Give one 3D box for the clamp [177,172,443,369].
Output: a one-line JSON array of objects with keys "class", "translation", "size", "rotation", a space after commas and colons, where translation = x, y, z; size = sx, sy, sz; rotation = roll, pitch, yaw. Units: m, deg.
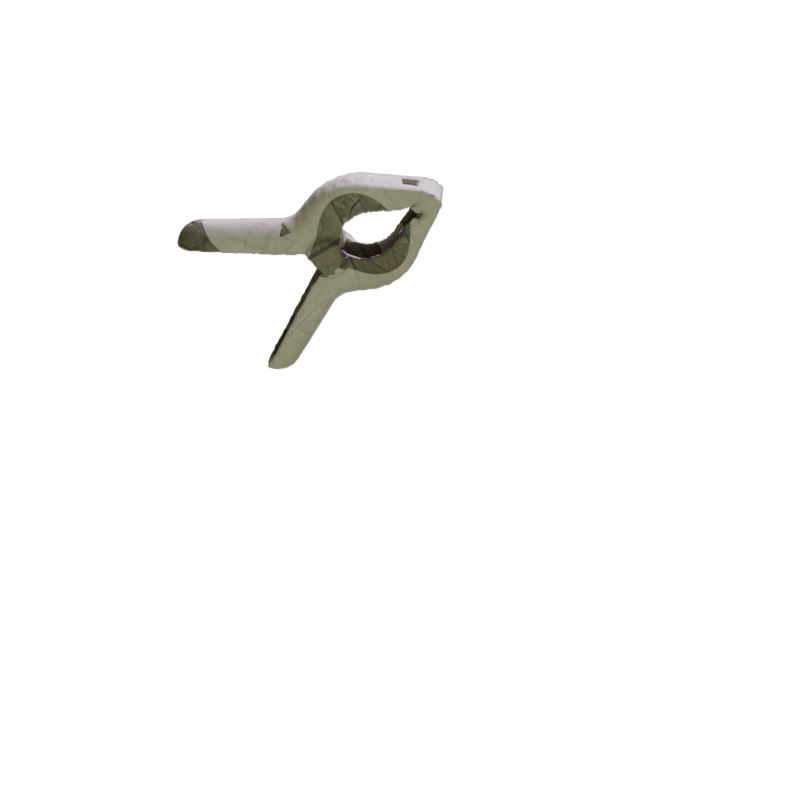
[{"class": "clamp", "translation": [-0.056, -0.102, 0.714], "size": [0.170, 0.114, 0.042], "rotation": [-35, 26, 20]}]
